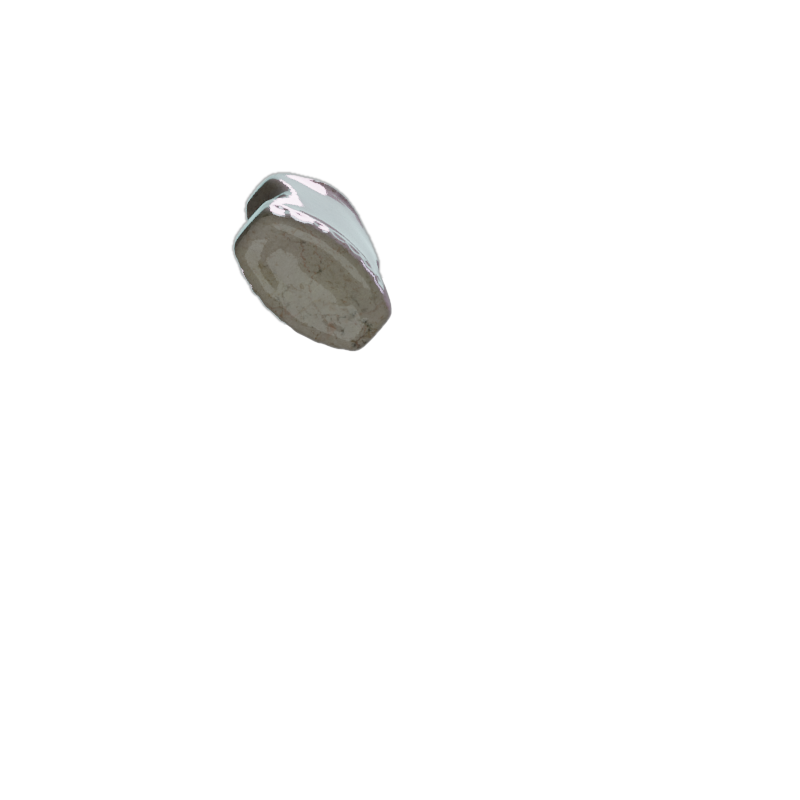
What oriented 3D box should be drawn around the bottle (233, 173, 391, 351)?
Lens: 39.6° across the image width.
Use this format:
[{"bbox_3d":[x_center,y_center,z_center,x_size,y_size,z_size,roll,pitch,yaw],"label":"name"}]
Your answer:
[{"bbox_3d":[-0.055,-0.100,0.704,0.093,0.058,0.200,36,15,-15],"label":"bottle"}]
